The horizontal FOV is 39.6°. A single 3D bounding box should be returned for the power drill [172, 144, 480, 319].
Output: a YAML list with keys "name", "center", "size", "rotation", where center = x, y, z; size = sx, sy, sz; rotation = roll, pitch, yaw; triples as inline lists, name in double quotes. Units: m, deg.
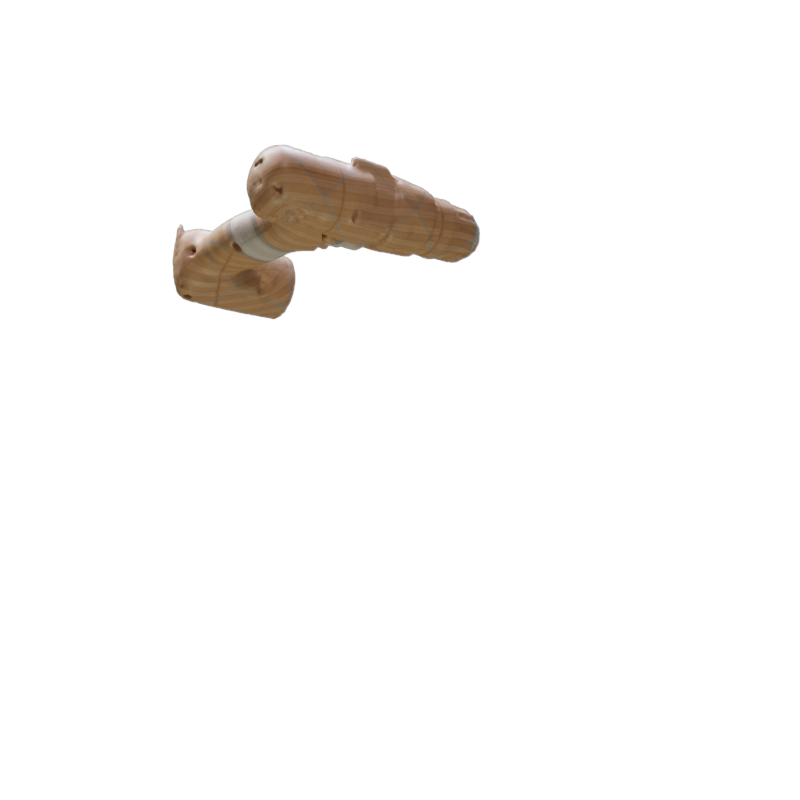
- name: "power drill"
  center: [-0.062, -0.114, 0.795]
  size: [0.175, 0.060, 0.188]
  rotation: [15, -24, -36]
